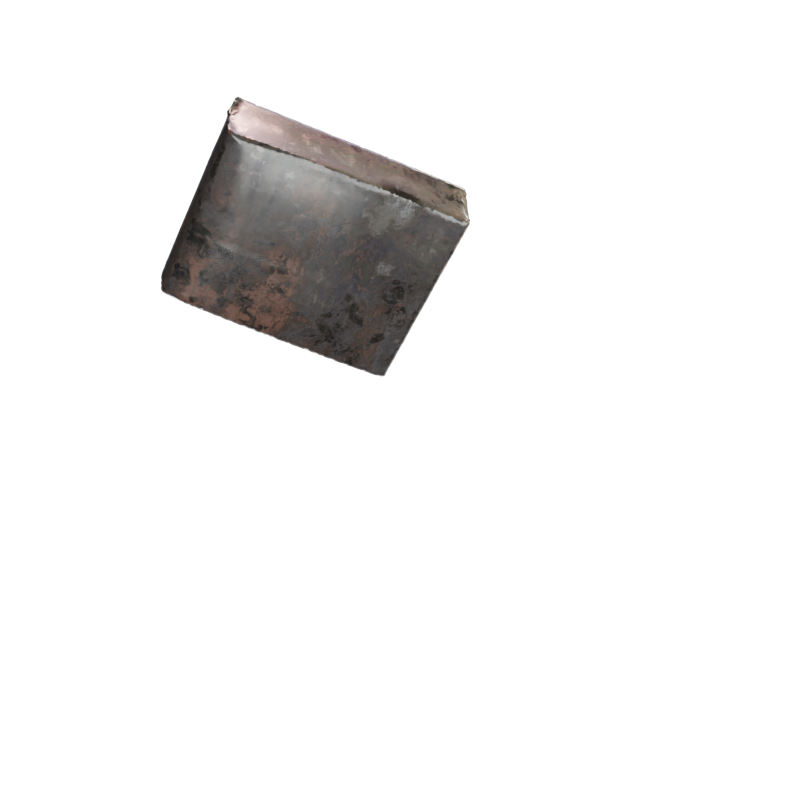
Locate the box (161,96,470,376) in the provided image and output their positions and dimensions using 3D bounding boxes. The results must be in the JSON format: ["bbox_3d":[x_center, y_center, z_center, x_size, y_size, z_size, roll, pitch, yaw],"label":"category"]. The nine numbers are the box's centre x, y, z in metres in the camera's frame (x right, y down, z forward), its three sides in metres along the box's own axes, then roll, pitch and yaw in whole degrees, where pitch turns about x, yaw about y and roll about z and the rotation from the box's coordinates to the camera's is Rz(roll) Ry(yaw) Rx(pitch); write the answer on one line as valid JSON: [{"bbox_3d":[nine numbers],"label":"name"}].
[{"bbox_3d":[-0.038,-0.070,0.490,0.111,0.086,0.041,20,29,-13],"label":"box"}]
